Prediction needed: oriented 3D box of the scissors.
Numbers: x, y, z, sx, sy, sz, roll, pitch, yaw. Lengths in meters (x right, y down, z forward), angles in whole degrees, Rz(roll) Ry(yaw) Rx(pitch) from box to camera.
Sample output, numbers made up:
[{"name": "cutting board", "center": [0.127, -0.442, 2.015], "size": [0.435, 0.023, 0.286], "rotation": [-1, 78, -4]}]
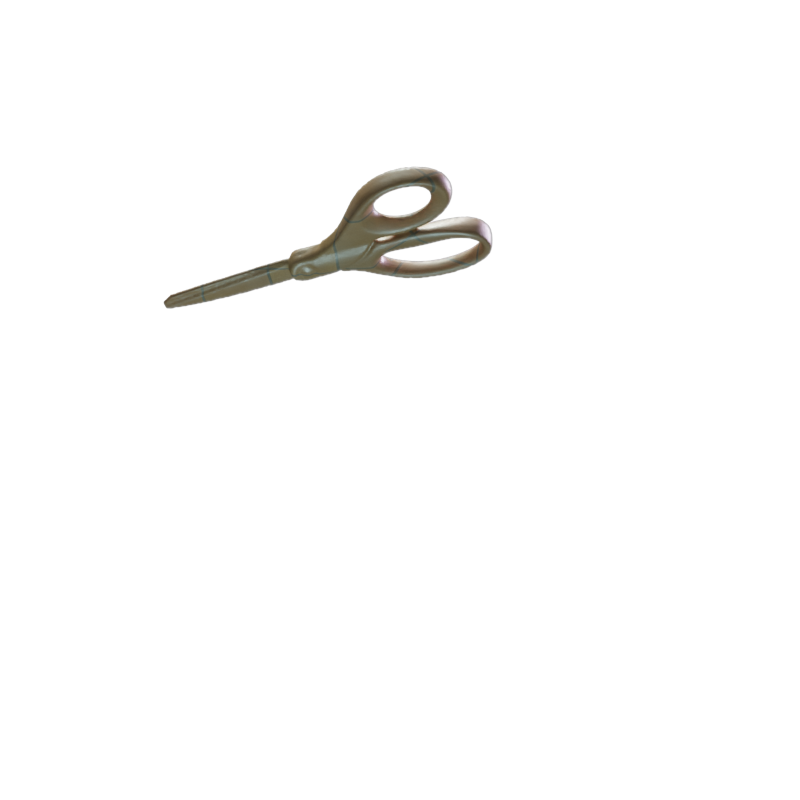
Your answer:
[{"name": "scissors", "center": [-0.050, -0.090, 0.633], "size": [0.203, 0.017, 0.089], "rotation": [-5, -34, 7]}]
